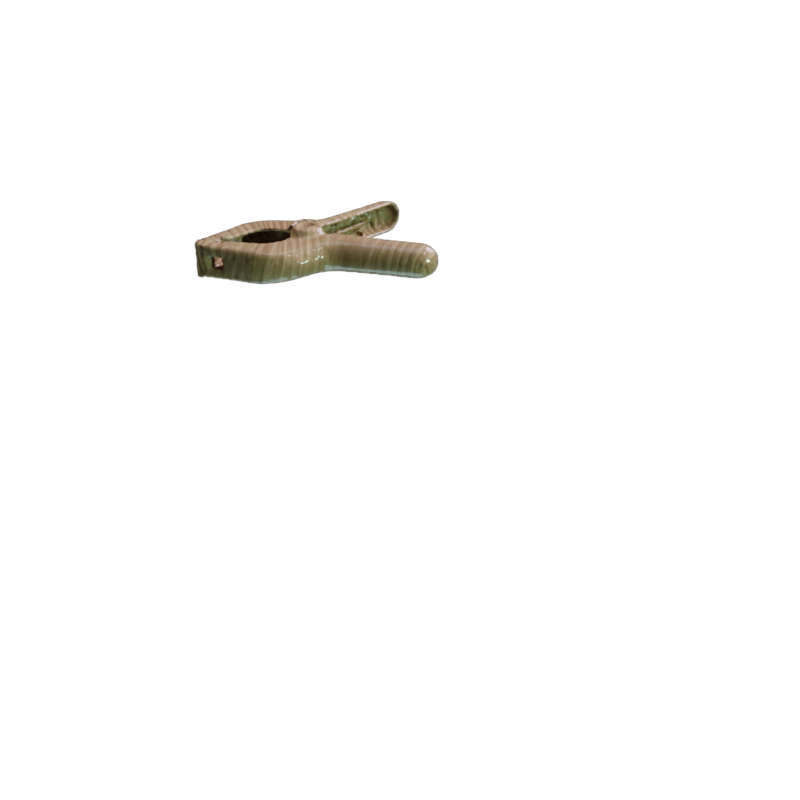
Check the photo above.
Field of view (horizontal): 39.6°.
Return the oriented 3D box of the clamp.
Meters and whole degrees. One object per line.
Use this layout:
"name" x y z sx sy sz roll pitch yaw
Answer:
"clamp" -0.064 -0.117 0.820 0.171 0.038 0.126 -1 21 -3
